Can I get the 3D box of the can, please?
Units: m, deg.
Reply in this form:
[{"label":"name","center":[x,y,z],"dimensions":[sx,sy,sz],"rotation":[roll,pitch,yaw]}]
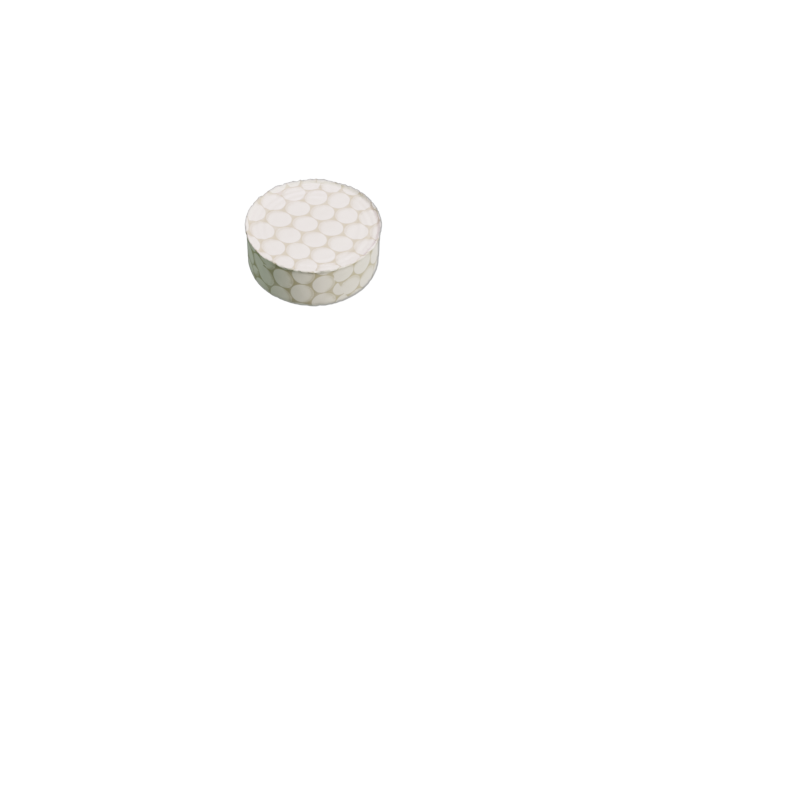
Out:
[{"label":"can","center":[-0.055,-0.101,0.704],"dimensions":[0.086,0.092,0.031],"rotation":[-1,-42,-1]}]
